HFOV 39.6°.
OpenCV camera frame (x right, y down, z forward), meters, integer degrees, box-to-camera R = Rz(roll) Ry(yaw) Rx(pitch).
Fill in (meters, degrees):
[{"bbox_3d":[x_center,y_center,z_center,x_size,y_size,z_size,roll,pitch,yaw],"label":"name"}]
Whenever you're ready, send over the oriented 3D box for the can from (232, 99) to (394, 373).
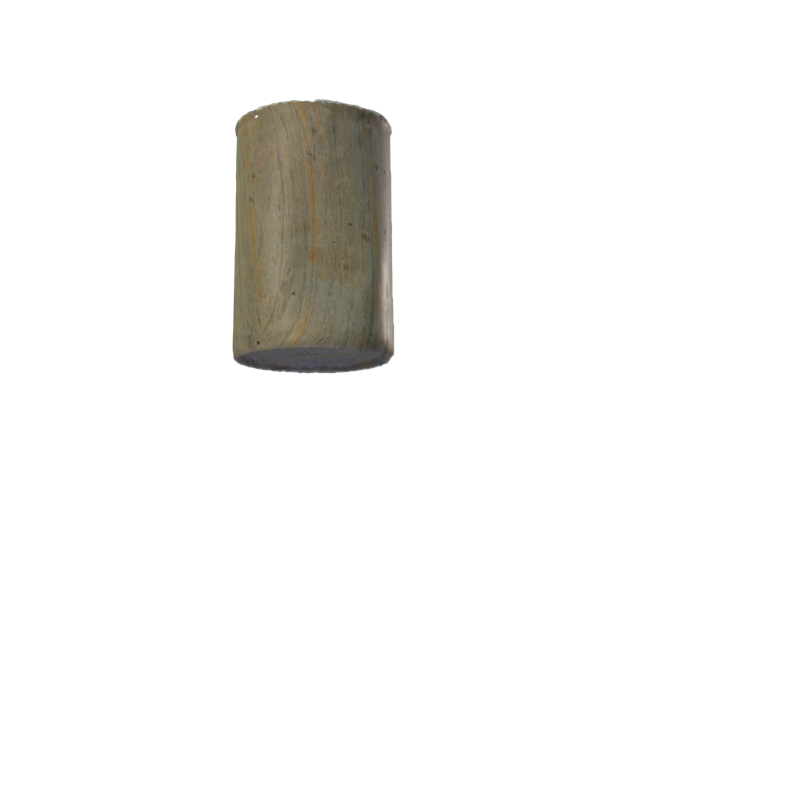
[{"bbox_3d":[-0.037,-0.067,0.468,0.068,0.106,0.066,0,-13,-2],"label":"can"}]
